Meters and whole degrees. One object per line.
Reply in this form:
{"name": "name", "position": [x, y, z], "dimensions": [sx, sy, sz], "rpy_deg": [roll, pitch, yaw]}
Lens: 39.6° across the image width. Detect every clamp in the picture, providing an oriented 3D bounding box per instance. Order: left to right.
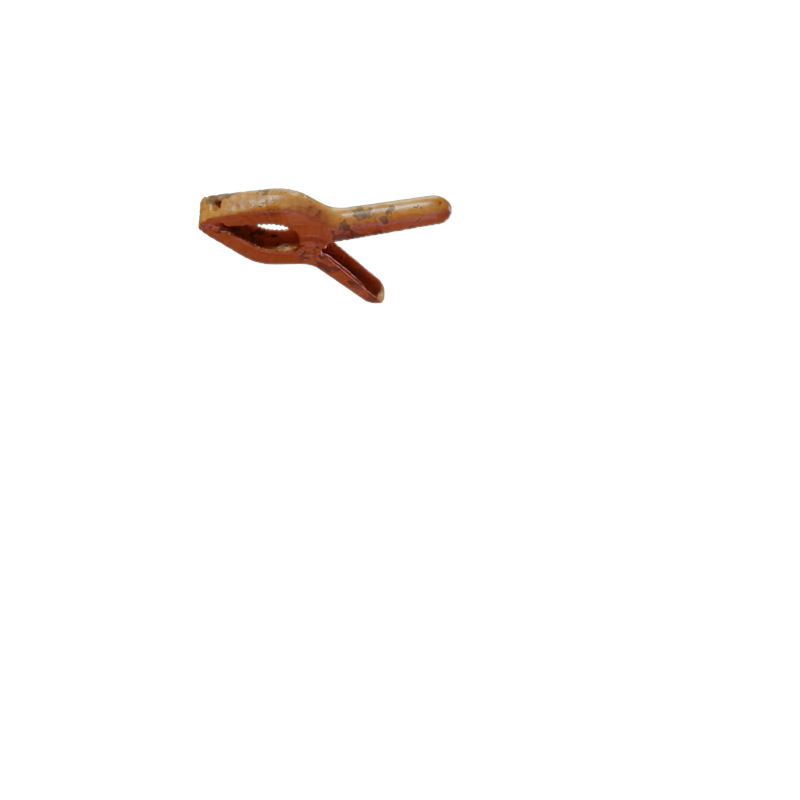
{"name": "clamp", "position": [-0.078, -0.141, 0.991], "dimensions": [0.206, 0.039, 0.157], "rpy_deg": [6, -29, -12]}
